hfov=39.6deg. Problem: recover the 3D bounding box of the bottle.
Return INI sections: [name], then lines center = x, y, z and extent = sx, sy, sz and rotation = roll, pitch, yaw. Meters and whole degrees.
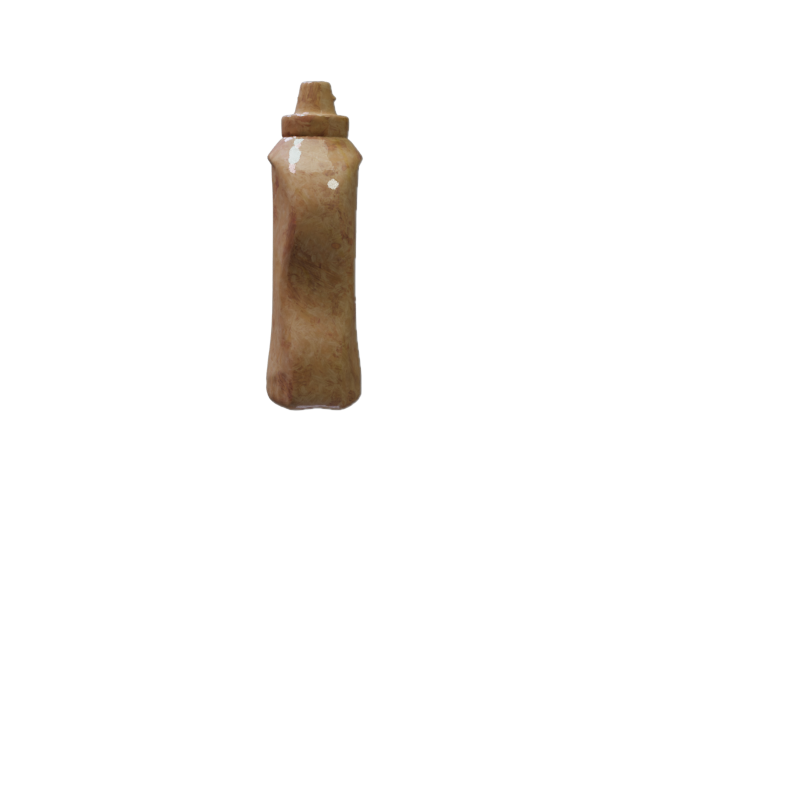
[bottle]
center = -0.052, -0.096, 0.669
extent = 0.058, 0.190, 0.097
rotation = 0, 4, -4
